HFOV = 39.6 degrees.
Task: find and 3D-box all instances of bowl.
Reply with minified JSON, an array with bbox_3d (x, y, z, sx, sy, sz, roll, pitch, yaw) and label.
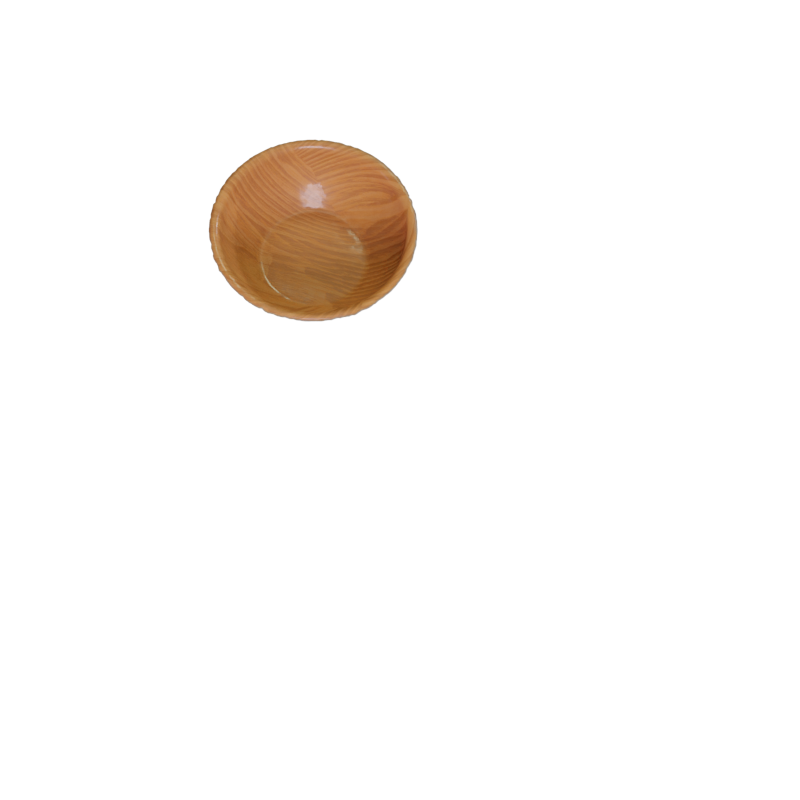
[{"bbox_3d":[-0.069,-0.126,0.880,0.162,0.172,0.052,-1,-26,-1],"label":"bowl"}]
